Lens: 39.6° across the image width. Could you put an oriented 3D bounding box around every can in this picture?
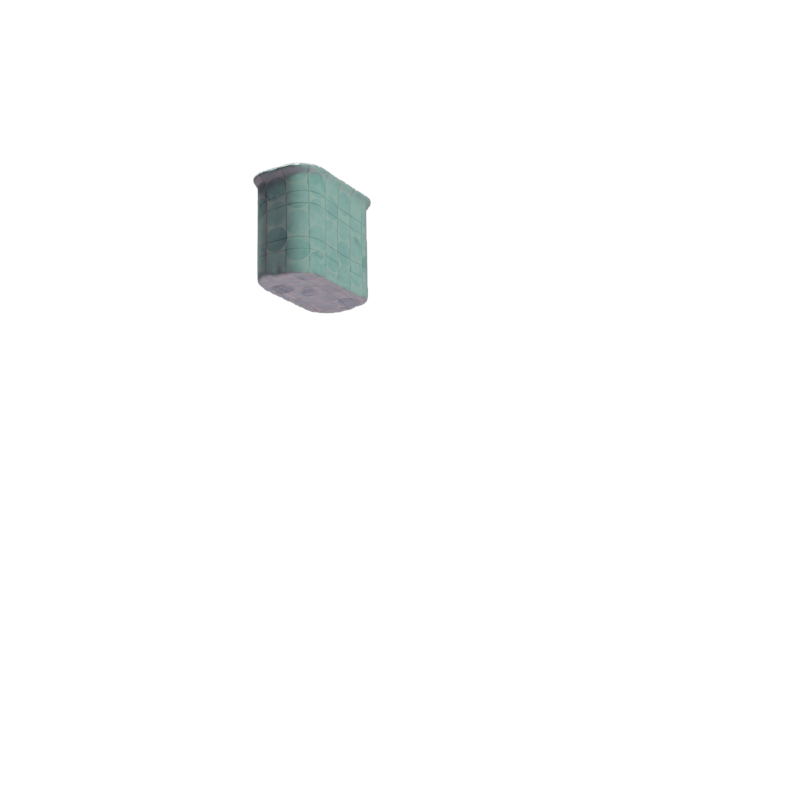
[{"bbox_3d":[-0.065,-0.118,0.826,0.059,0.088,0.096,-11,-19,29],"label":"can"}]
